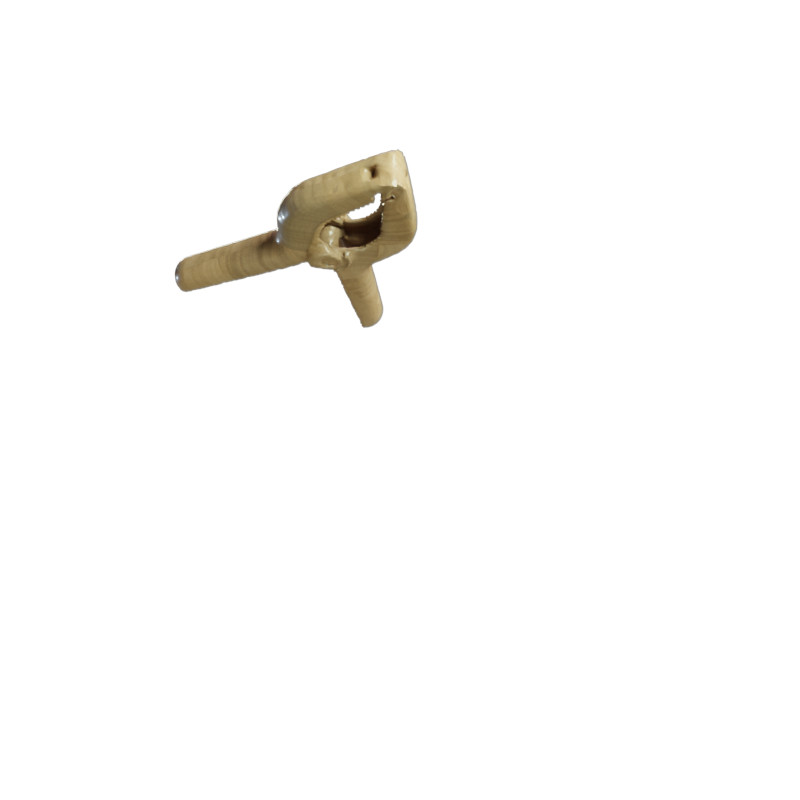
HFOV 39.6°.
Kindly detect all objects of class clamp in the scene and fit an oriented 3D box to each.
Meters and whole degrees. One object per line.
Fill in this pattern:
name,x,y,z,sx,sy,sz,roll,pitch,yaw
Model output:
clamp,-0.060,-0.109,0.762,0.160,0.038,0.204,8,-24,-18
